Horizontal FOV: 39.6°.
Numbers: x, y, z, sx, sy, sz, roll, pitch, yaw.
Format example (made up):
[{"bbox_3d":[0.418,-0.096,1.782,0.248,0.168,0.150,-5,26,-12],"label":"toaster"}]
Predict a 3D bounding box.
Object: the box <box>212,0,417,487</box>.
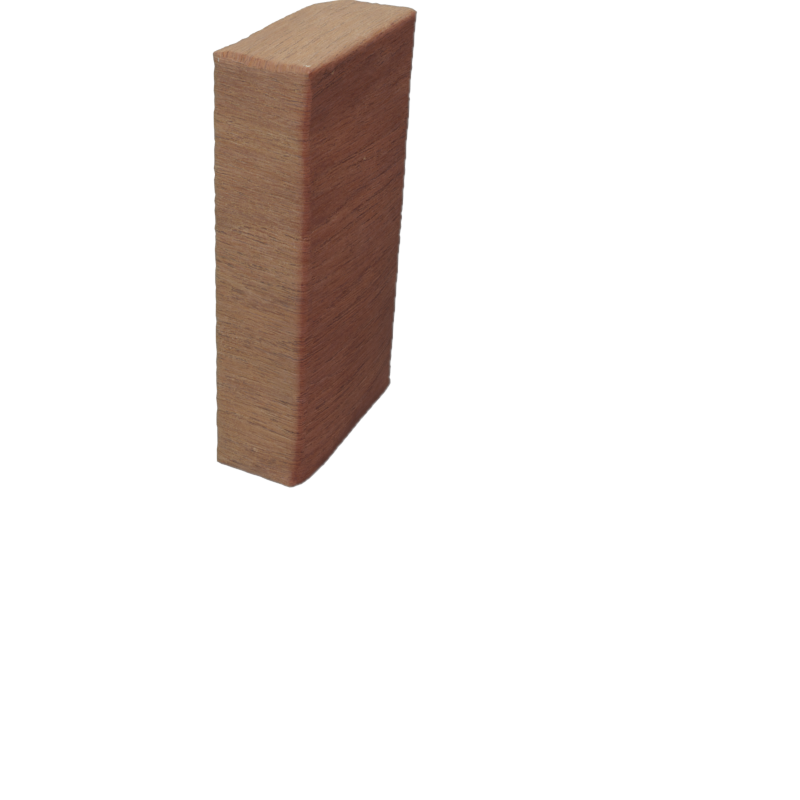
[{"bbox_3d":[-0.035,-0.063,0.442,0.050,0.166,0.095,13,30,20],"label":"box"}]
